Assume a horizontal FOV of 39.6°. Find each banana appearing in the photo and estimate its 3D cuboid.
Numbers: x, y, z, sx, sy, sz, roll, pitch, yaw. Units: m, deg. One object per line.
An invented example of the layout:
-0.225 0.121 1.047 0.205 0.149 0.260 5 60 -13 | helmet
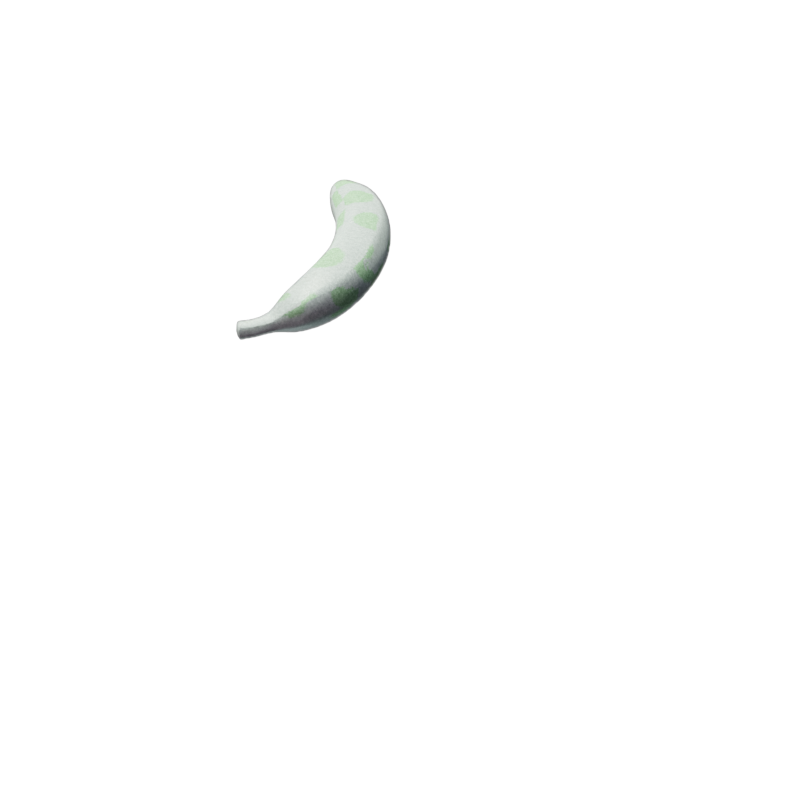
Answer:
-0.041 -0.099 0.730 0.071 0.034 0.206 9 36 13 | banana
